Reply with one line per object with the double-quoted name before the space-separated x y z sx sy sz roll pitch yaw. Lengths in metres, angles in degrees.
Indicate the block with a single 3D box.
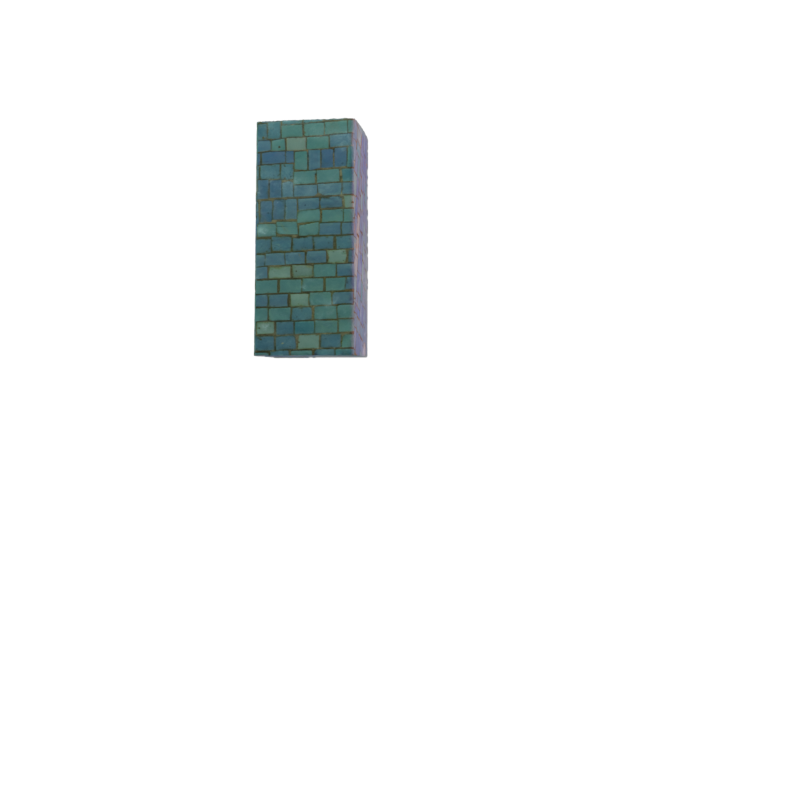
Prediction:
"block" -0.078 -0.142 0.999 0.092 0.210 0.088 -1 -6 8
